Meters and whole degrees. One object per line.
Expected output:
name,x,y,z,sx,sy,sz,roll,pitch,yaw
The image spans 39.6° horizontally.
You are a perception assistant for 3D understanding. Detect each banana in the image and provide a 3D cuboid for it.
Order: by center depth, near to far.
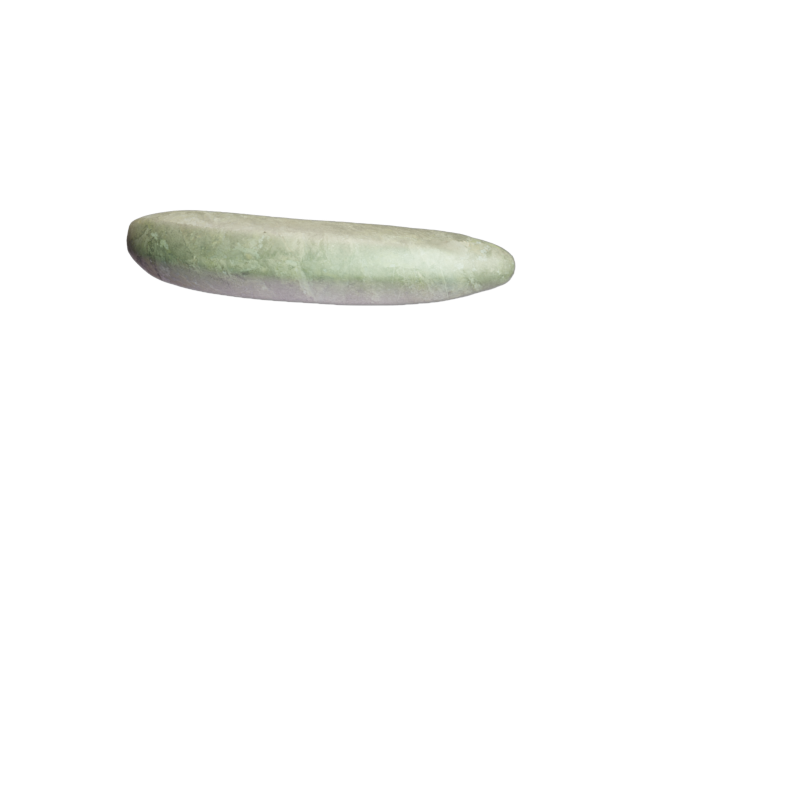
banana,-0.050,-0.069,0.511,0.204,0.035,0.070,8,23,19
